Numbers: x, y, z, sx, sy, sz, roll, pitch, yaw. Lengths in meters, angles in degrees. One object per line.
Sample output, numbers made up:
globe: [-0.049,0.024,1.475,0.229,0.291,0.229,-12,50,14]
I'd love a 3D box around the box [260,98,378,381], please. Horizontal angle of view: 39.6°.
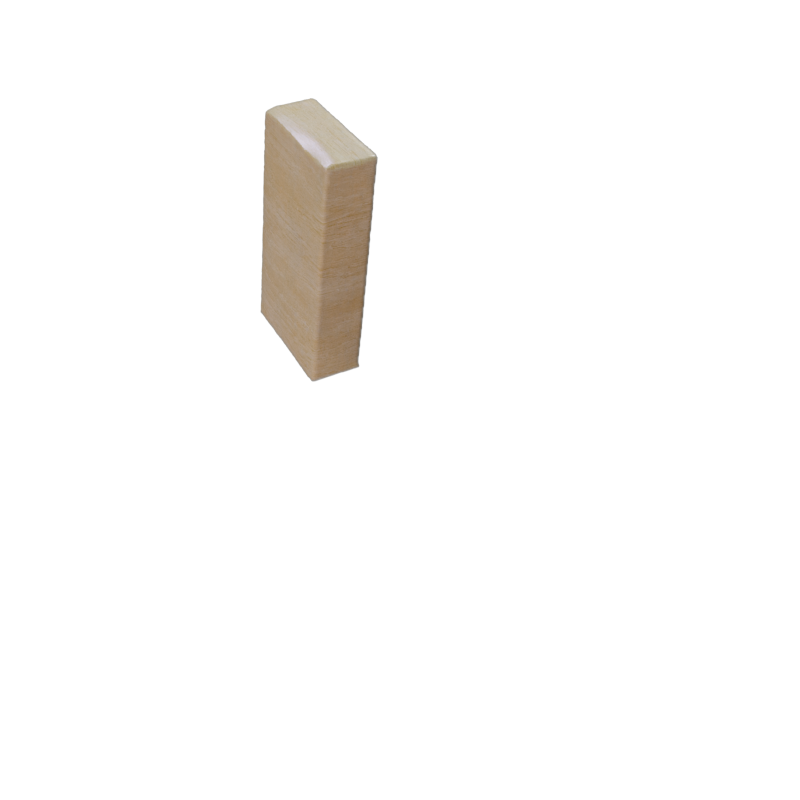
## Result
box: [-0.061,-0.110,0.772,0.047,0.165,0.101,-17,42,-24]
